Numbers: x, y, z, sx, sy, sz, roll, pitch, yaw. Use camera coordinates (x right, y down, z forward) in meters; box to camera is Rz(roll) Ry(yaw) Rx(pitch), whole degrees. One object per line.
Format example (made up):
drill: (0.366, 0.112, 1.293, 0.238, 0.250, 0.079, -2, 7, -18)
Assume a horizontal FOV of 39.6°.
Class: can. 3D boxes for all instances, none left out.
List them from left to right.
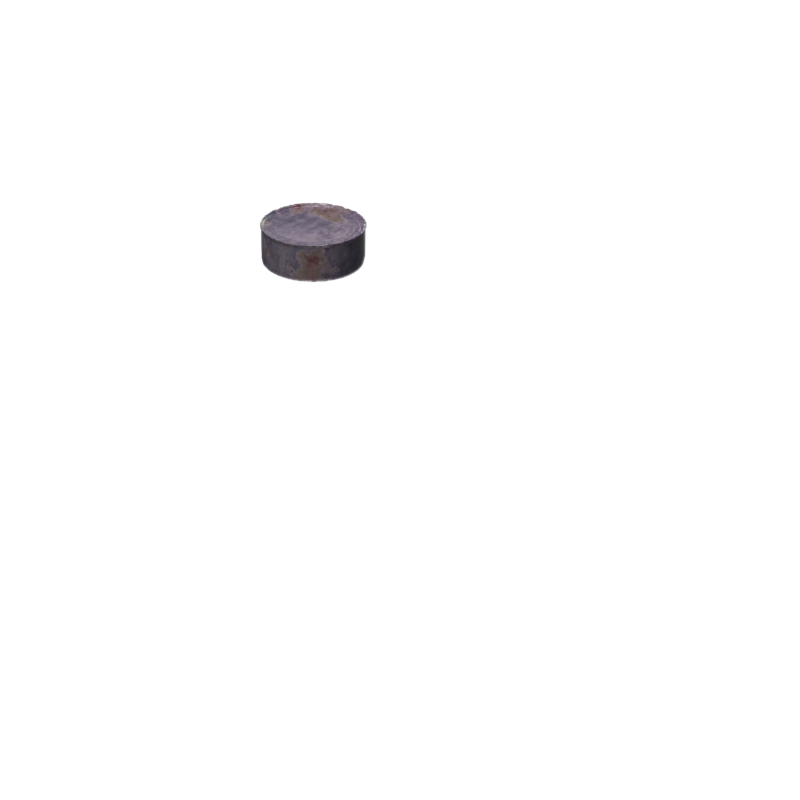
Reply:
can: (-0.070, -0.128, 0.897, 0.086, 0.032, 0.091, -1, 30, -2)
